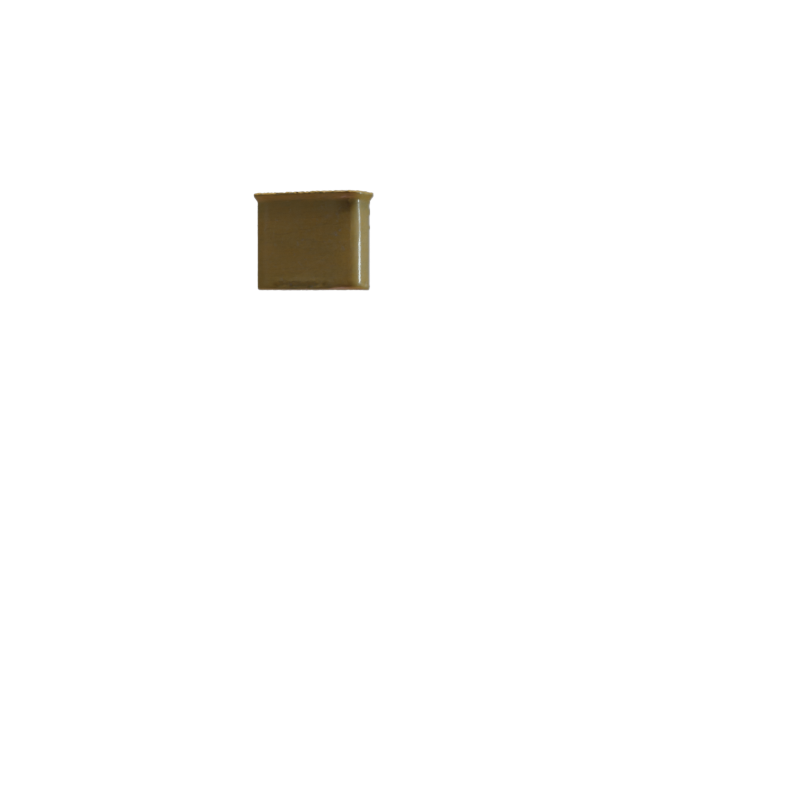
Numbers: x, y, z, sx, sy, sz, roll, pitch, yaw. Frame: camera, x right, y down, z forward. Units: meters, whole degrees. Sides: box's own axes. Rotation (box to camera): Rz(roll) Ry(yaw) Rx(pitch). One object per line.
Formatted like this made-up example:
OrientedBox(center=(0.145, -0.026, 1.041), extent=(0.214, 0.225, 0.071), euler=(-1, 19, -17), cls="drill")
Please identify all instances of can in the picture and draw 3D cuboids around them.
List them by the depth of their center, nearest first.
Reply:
OrientedBox(center=(-0.075, -0.136, 0.954), extent=(0.105, 0.084, 0.056), euler=(1, 1, 24), cls="can")
